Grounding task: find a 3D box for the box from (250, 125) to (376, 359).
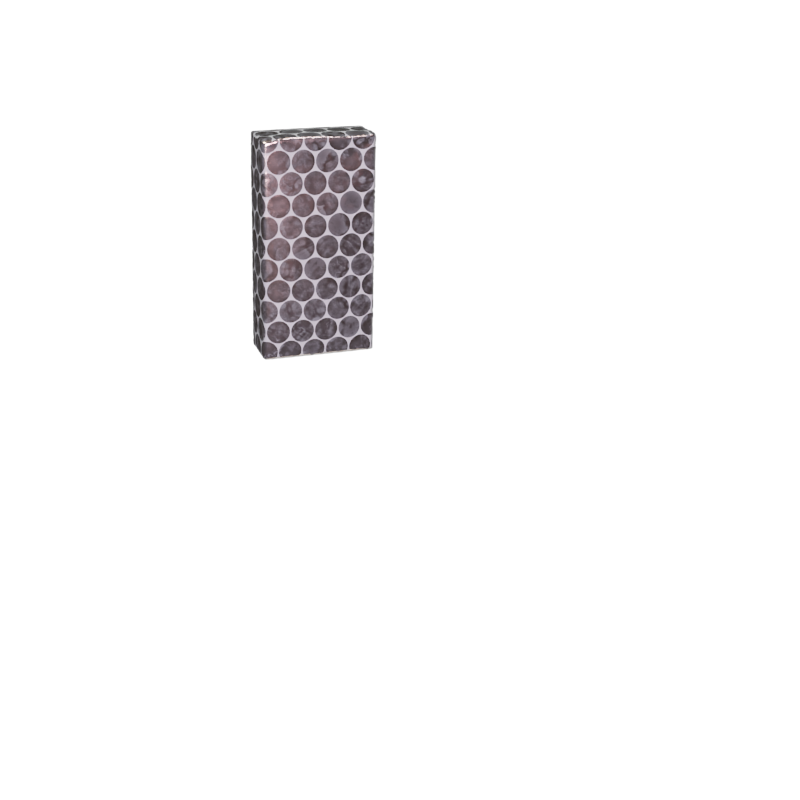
[{"bbox_3d":[-0.068,-0.124,0.872,0.092,0.169,0.051,-5,20,-17],"label":"box"}]
